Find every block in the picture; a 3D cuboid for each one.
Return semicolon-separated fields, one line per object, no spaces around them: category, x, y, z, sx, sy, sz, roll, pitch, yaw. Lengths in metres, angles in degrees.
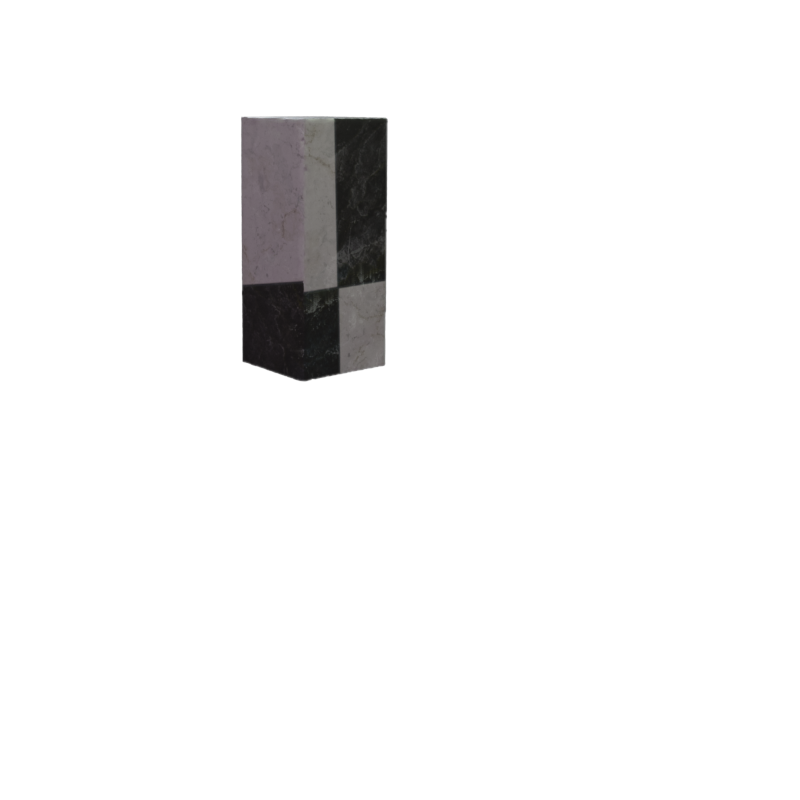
block;-0.072;-0.131;0.919;0.088;0.202;0.095;-7;12;-40
